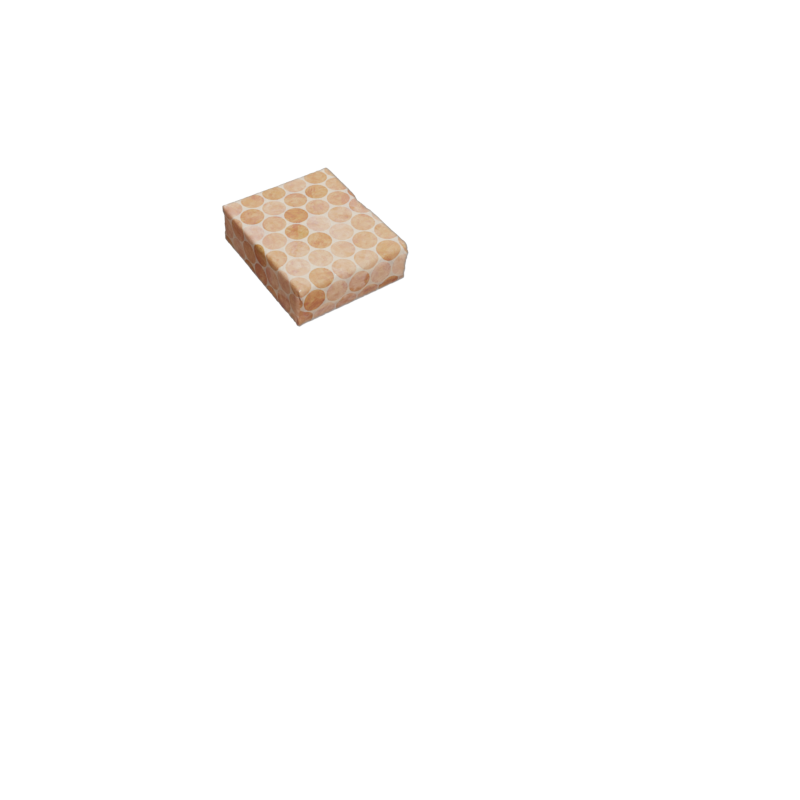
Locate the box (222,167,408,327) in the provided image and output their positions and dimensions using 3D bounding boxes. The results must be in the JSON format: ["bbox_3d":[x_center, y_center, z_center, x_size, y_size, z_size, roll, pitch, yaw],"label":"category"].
[{"bbox_3d":[-0.050,-0.092,0.642,0.073,0.028,0.096,-24,50,-23],"label":"box"}]
